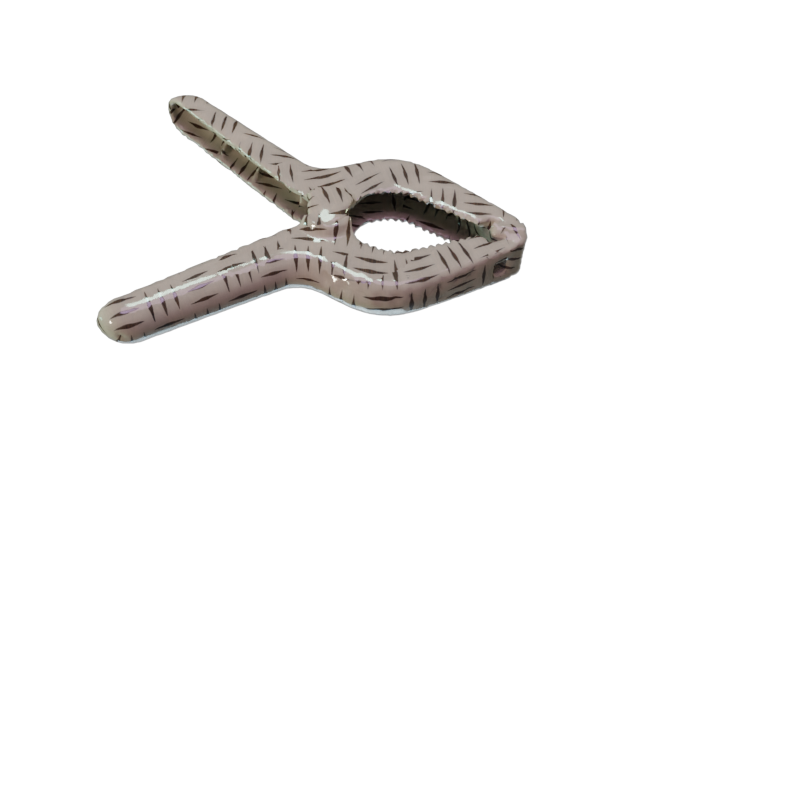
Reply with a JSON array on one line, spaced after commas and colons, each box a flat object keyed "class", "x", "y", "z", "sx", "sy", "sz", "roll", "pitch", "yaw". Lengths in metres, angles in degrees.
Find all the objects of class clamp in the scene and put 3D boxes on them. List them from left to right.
[{"class": "clamp", "x": -0.044, "y": -0.081, "z": 0.567, "sx": 0.213, "sy": 0.173, "sz": 0.034, "roll": 11, "pitch": -35, "yaw": 8}]
